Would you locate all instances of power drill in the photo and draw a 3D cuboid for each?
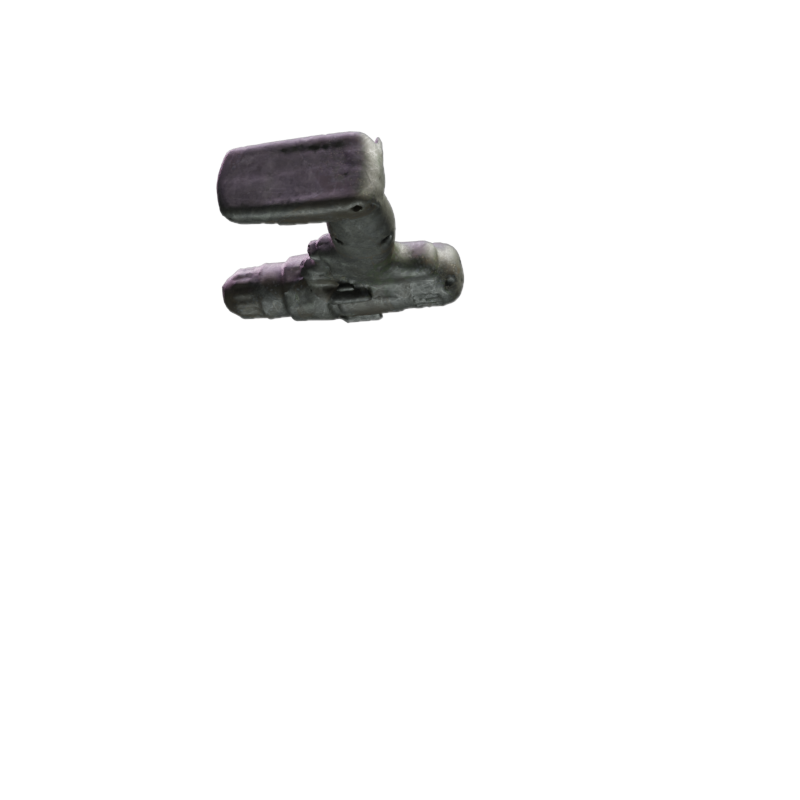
[{"bbox_3d":[-0.060,-0.110,0.770,0.187,0.060,0.175,-5,-21,14],"label":"power drill"}]
